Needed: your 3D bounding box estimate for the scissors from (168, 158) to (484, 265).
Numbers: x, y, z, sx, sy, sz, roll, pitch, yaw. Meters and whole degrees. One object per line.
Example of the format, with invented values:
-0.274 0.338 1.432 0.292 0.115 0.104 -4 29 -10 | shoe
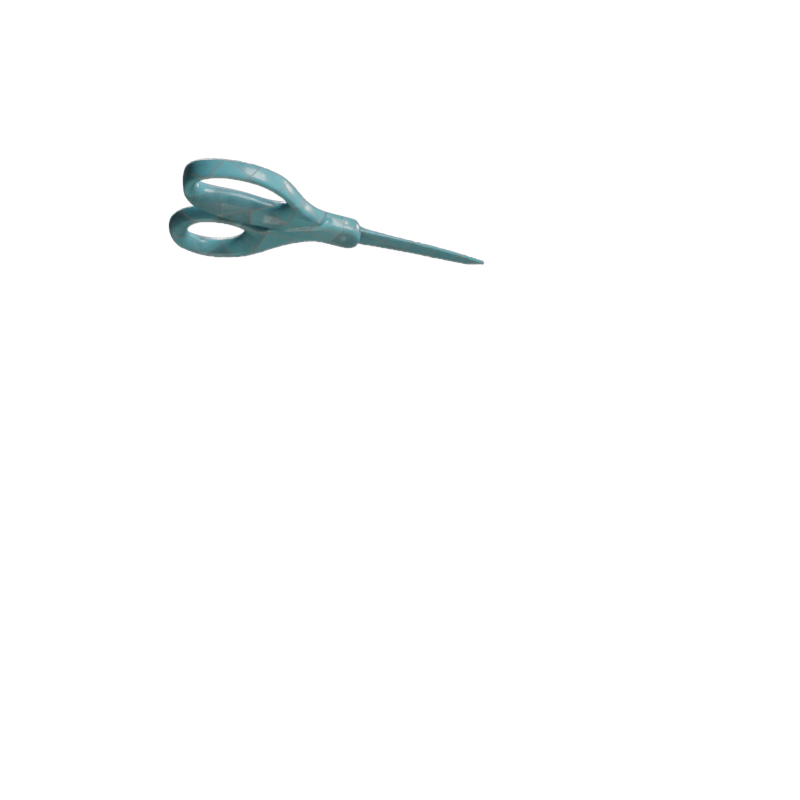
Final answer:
-0.053 -0.097 0.677 0.190 0.017 0.096 19 -31 -35 | scissors
